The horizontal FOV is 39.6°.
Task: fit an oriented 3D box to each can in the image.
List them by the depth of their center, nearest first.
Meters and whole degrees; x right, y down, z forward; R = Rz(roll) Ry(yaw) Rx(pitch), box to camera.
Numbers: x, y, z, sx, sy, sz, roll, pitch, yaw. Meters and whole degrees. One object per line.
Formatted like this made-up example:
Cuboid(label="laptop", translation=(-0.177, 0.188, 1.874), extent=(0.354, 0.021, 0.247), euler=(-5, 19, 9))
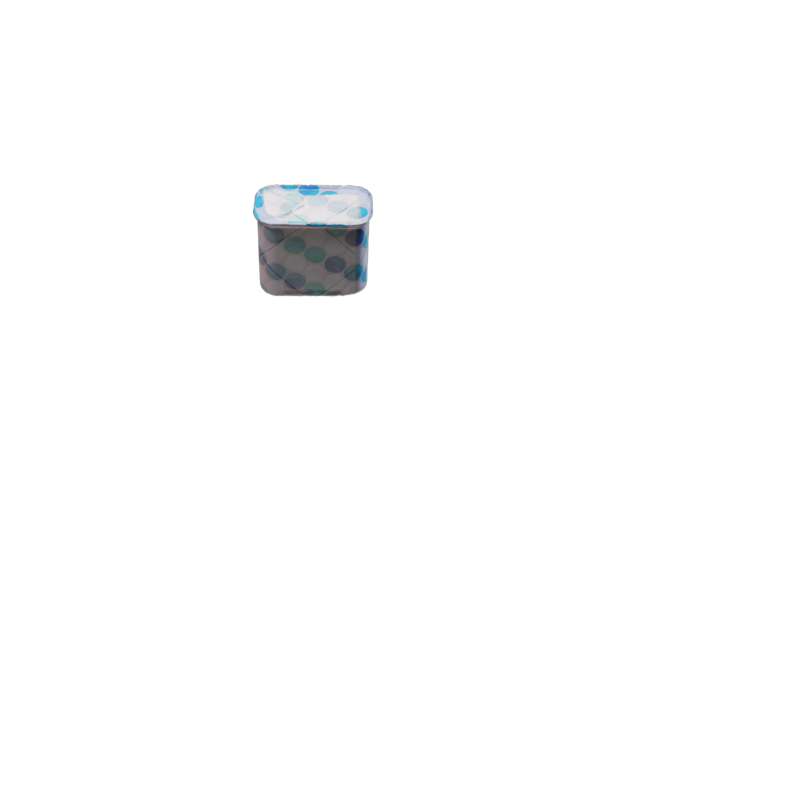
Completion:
Cuboid(label="can", translation=(-0.076, -0.139, 0.971), extent=(0.102, 0.078, 0.062), euler=(1, 42, -1))
